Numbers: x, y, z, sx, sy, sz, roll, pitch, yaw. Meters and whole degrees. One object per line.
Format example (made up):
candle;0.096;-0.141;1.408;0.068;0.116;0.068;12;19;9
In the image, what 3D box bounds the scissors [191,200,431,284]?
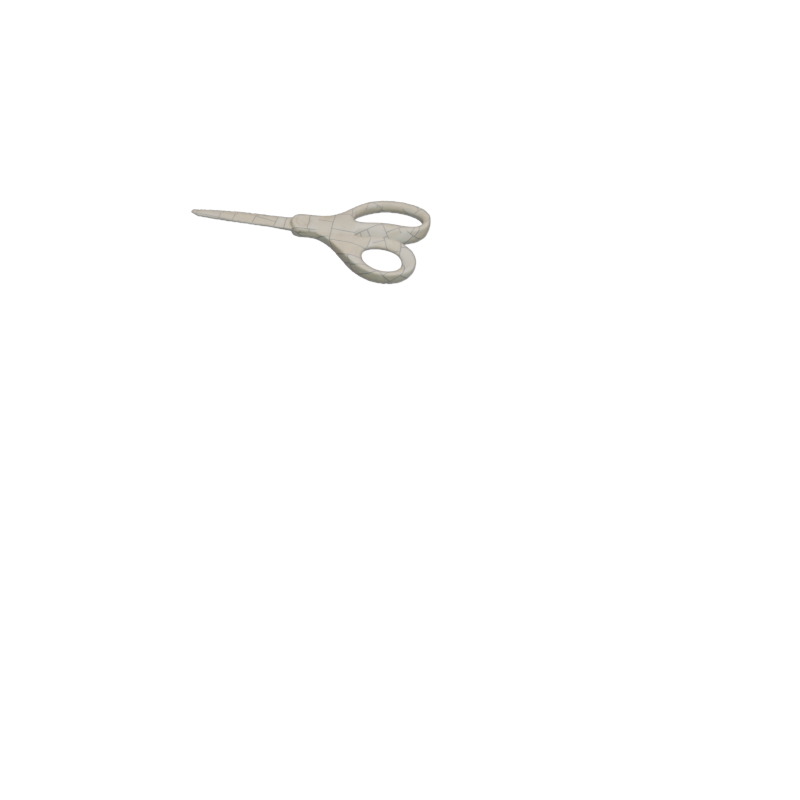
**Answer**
scissors;-0.072;-0.132;0.924;0.201;0.104;0.015;-5;-41;-4
